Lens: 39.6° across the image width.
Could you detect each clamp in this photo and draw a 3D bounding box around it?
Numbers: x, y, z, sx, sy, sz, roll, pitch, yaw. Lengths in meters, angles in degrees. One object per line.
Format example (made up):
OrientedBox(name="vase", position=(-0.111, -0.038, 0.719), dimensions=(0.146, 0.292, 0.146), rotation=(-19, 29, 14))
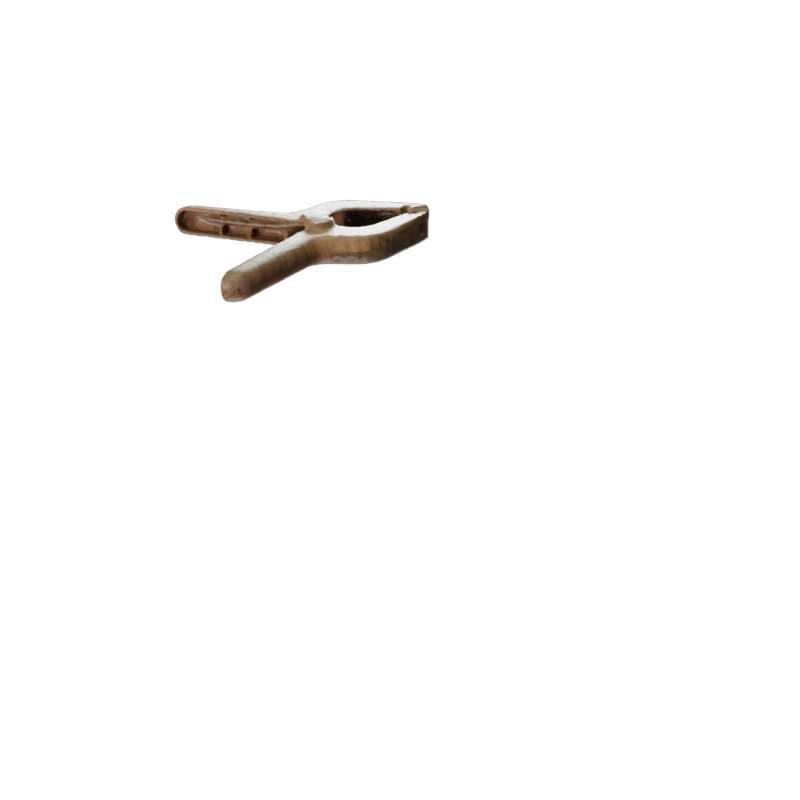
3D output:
OrientedBox(name="clamp", position=(-0.071, -0.129, 0.904), dimensions=(0.207, 0.034, 0.176), rotation=(-7, 30, -12))
